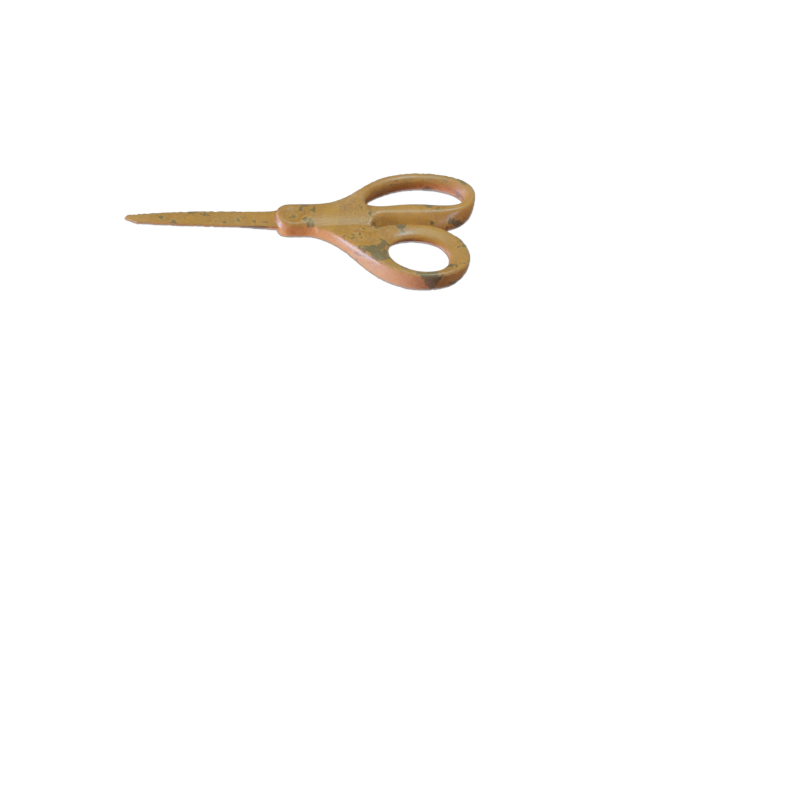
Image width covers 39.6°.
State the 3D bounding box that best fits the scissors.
[{"bbox_3d":[-0.049,-0.089,0.626,0.200,0.104,0.015,-12,-42,-11],"label":"scissors"}]
